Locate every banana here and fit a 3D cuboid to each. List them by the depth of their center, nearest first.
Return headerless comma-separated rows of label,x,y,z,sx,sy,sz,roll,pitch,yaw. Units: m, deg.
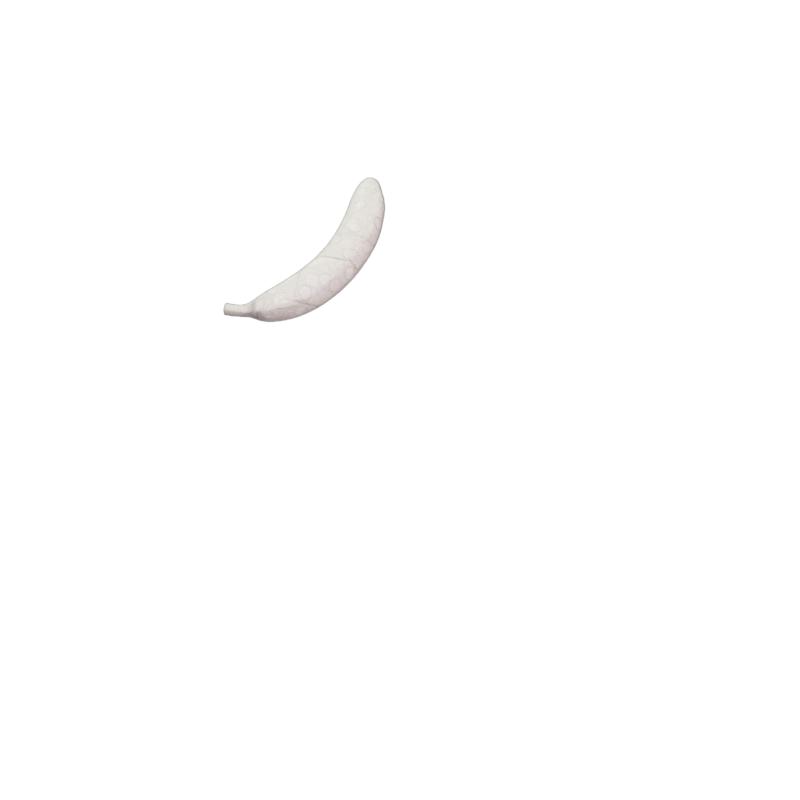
banana,-0.066,-0.128,0.979,0.073,0.201,0.034,34,-28,21
